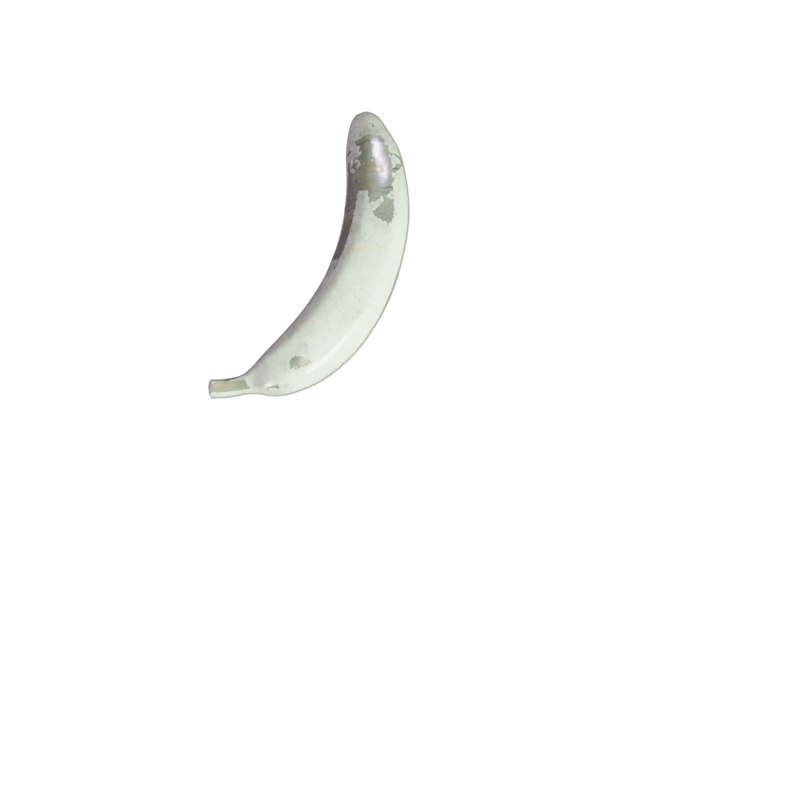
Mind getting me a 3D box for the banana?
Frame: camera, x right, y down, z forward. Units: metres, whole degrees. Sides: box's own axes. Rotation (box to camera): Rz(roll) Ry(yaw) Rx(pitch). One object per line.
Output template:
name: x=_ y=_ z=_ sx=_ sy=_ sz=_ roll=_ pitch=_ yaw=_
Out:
banana: x=-0.033 y=-0.078 z=0.617 sx=0.071 sy=0.204 sz=0.035 roll=22 pitch=-24 yaw=9
